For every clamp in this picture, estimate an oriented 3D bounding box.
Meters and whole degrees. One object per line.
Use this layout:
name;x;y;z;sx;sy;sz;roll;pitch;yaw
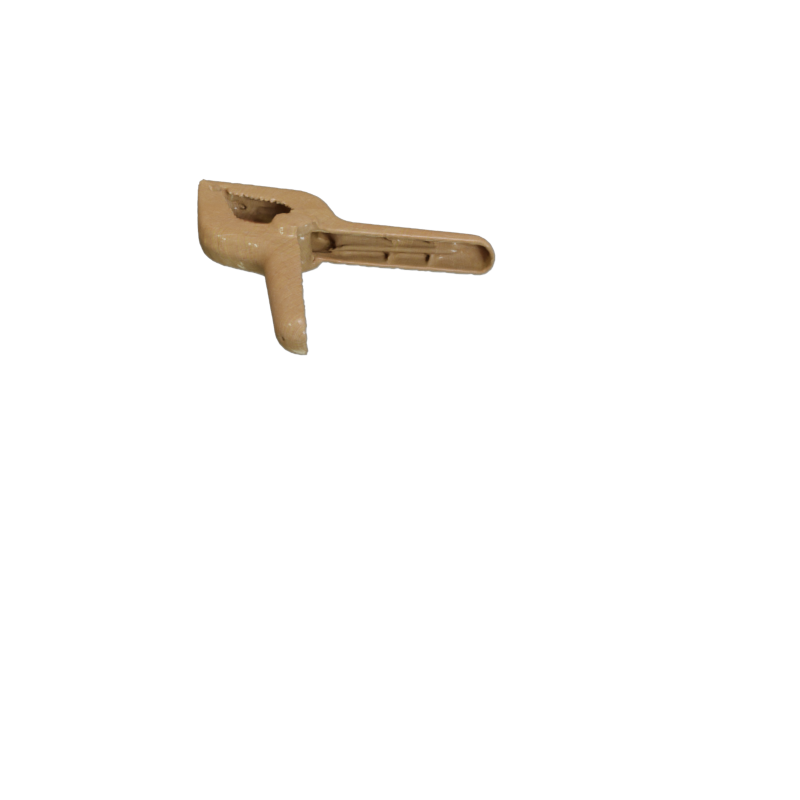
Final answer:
clamp;-0.056;-0.102;0.715;0.162;0.034;0.226;-20;36;-30
